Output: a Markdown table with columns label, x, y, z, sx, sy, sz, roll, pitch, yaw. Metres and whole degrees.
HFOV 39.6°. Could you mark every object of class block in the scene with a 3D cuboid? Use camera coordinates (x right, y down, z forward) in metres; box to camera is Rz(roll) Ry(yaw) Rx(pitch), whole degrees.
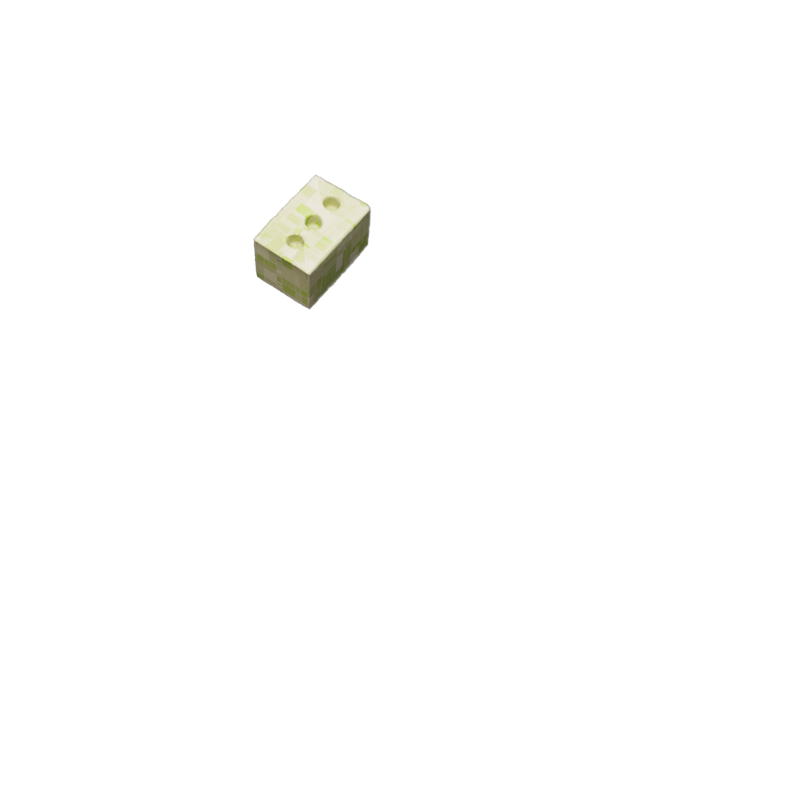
| label | x | y | z | sx | sy | sz | roll | pitch | yaw |
| --- | --- | --- | --- | --- | --- | --- | --- | --- | --- |
| block | -0.065 | -0.118 | 0.825 | 0.055 | 0.080 | 0.048 | 31 | -28 | 16 |
